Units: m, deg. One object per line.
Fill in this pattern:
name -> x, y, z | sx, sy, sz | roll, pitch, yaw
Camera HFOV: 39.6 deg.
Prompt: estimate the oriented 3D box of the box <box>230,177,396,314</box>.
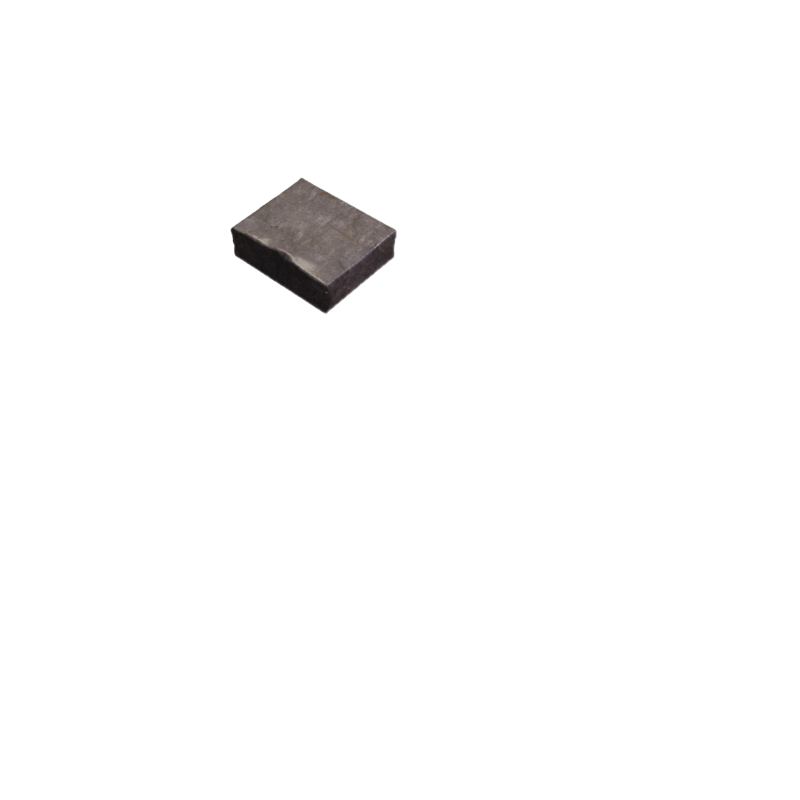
box -> -0.059, -0.108, 0.758 | 0.095, 0.028, 0.074 | 32, 55, 26
